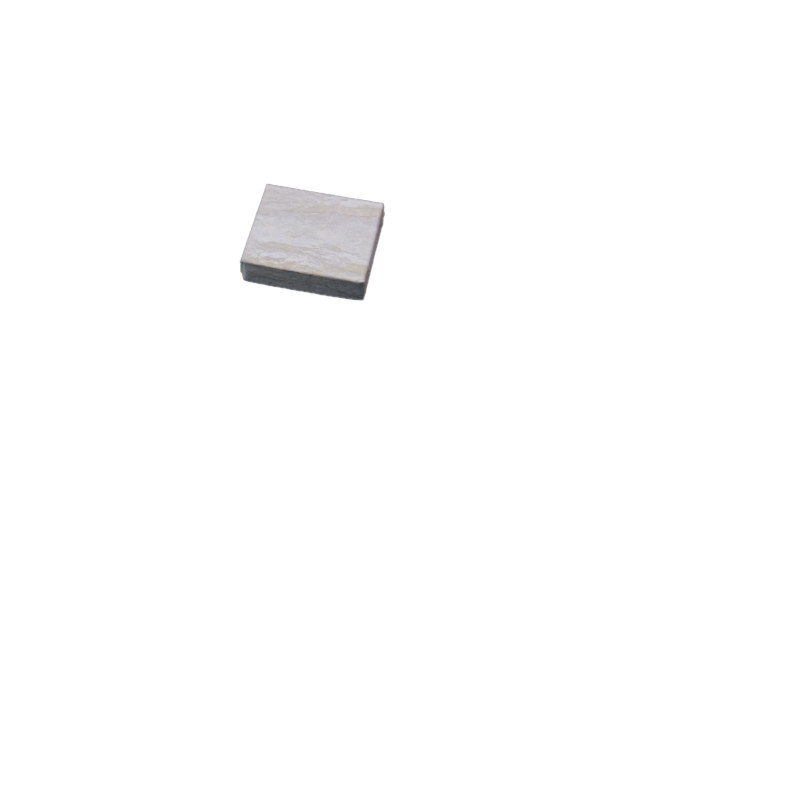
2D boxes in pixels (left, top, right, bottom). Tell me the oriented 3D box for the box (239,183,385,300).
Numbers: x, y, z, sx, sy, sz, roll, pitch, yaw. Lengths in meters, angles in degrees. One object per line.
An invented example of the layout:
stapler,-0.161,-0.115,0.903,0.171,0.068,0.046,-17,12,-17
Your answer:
box,-0.077,-0.141,0.988,0.115,0.095,0.036,11,-32,6
